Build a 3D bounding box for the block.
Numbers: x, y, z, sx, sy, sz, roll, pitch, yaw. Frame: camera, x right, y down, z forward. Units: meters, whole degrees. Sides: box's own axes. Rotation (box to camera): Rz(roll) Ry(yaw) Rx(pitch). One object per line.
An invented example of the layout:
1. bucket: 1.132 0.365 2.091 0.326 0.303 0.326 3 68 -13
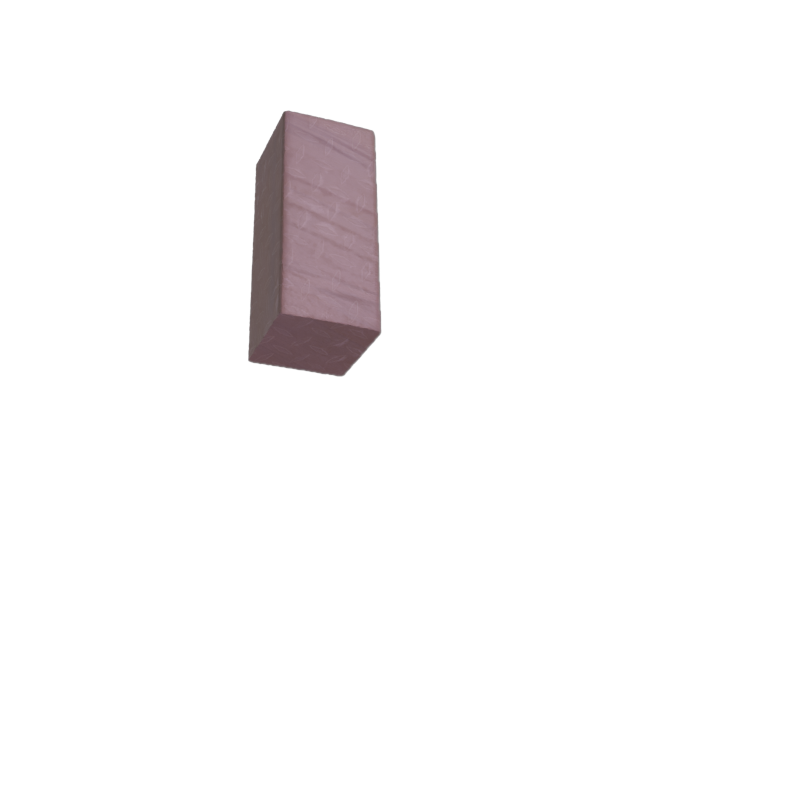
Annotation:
1. block: -0.075 -0.138 0.967 0.087 0.220 0.088 10 -32 -20
